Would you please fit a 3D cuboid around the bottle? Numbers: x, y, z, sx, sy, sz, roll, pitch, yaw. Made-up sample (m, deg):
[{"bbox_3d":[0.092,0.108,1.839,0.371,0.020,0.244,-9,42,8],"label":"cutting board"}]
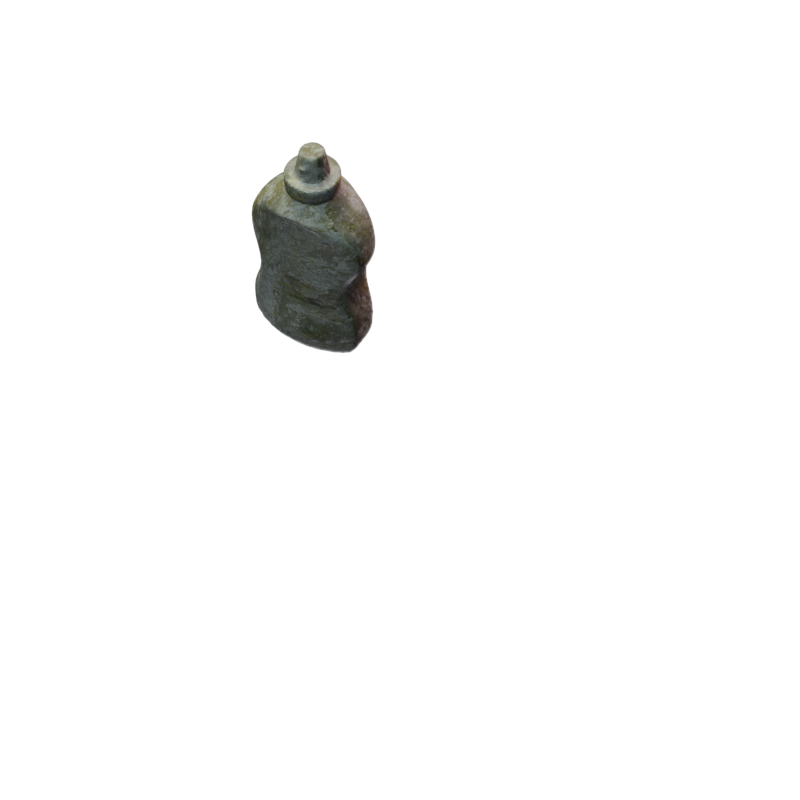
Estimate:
[{"bbox_3d":[-0.065,-0.119,0.833,0.100,0.060,0.179,29,-33,18],"label":"bottle"}]
